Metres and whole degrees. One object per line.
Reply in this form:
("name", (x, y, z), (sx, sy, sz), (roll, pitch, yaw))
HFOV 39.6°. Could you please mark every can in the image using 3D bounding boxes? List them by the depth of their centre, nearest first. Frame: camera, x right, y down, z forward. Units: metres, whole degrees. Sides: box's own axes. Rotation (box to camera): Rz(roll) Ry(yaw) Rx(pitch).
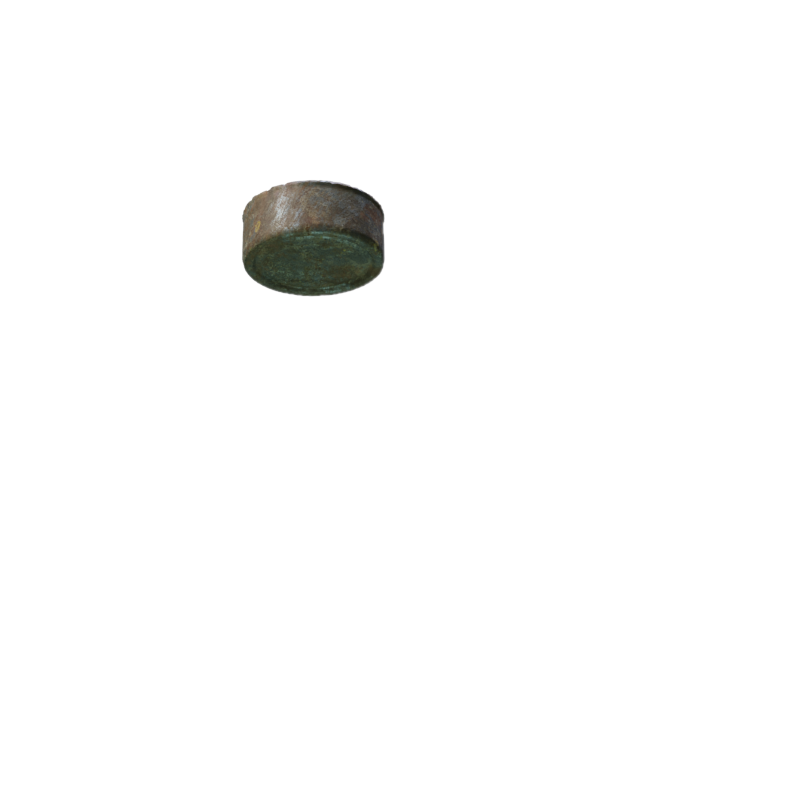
("can", (-0.052, -0.094, 0.661), (0.086, 0.035, 0.081), (1, -23, -2))
